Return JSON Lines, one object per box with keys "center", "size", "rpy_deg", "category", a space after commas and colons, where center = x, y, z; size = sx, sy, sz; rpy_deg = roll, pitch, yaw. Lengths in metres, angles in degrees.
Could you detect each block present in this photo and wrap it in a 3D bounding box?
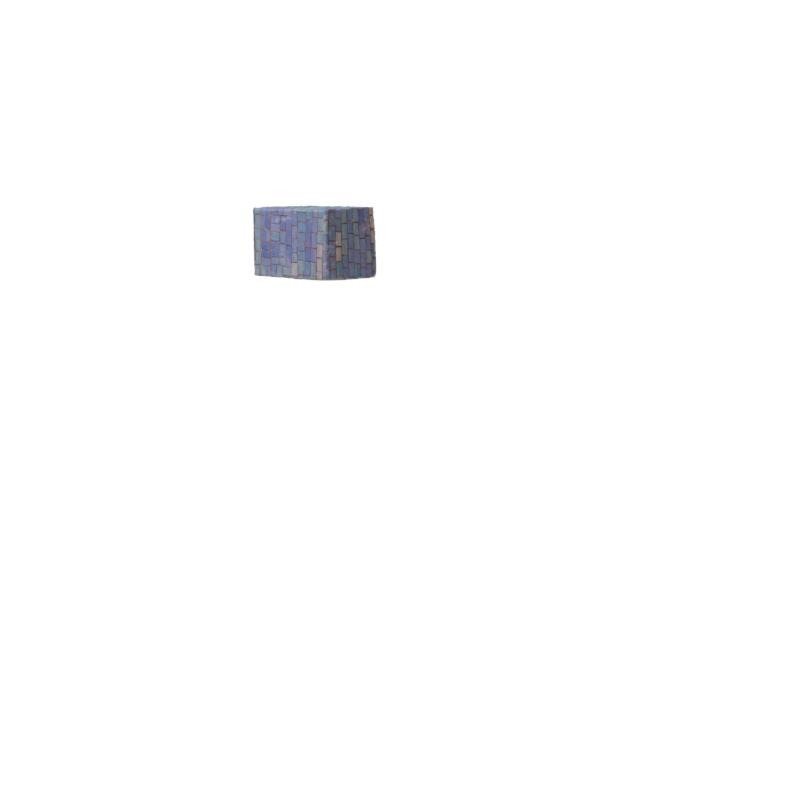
{"center": [-0.063, -0.115, 0.806], "size": [0.082, 0.051, 0.051], "rpy_deg": [8, 10, 42], "category": "block"}
